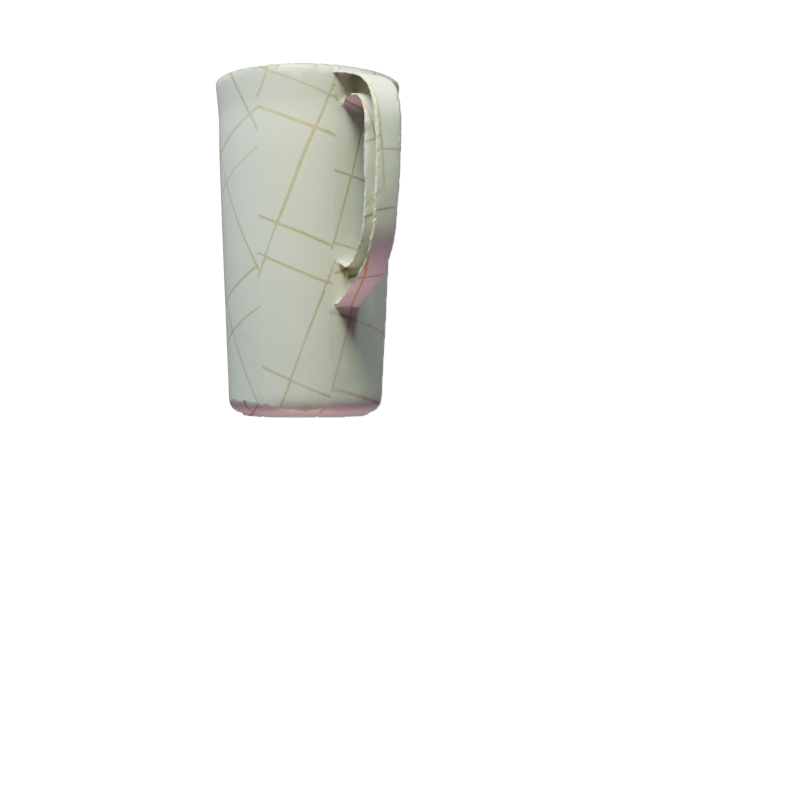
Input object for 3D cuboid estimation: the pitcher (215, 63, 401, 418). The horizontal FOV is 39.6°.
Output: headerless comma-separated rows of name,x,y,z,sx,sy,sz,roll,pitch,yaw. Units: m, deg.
pitcher,-0.061,-0.112,0.783,0.147,0.246,0.145,-1,-4,11
